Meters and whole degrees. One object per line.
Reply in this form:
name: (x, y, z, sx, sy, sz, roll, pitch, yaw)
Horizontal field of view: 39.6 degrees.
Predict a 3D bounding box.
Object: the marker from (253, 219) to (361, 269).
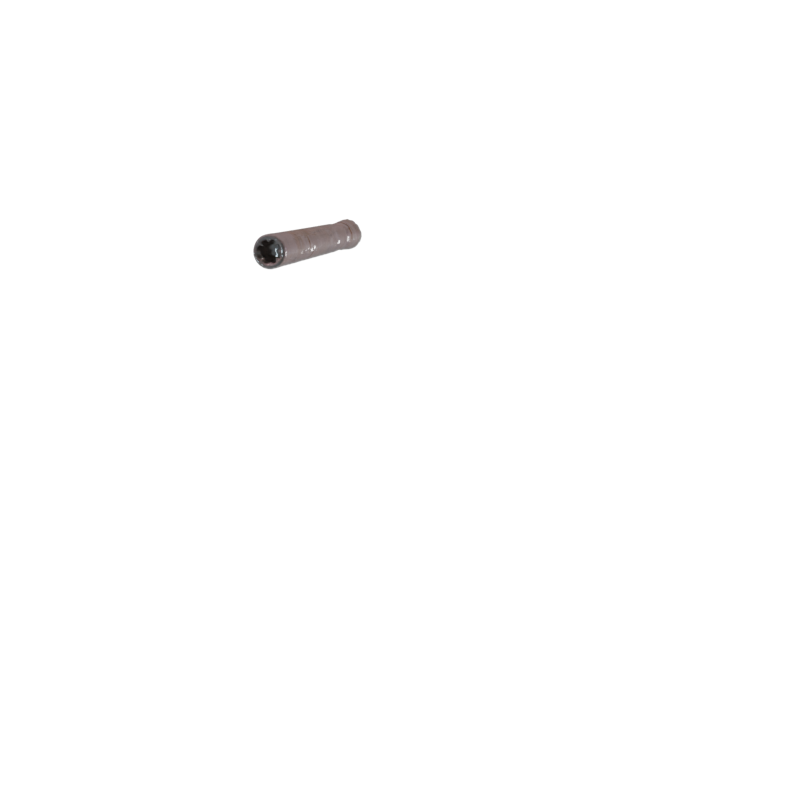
marker: (-0.050, -0.091, 0.638, 0.020, 0.019, 0.120, 1, 13, 19)
